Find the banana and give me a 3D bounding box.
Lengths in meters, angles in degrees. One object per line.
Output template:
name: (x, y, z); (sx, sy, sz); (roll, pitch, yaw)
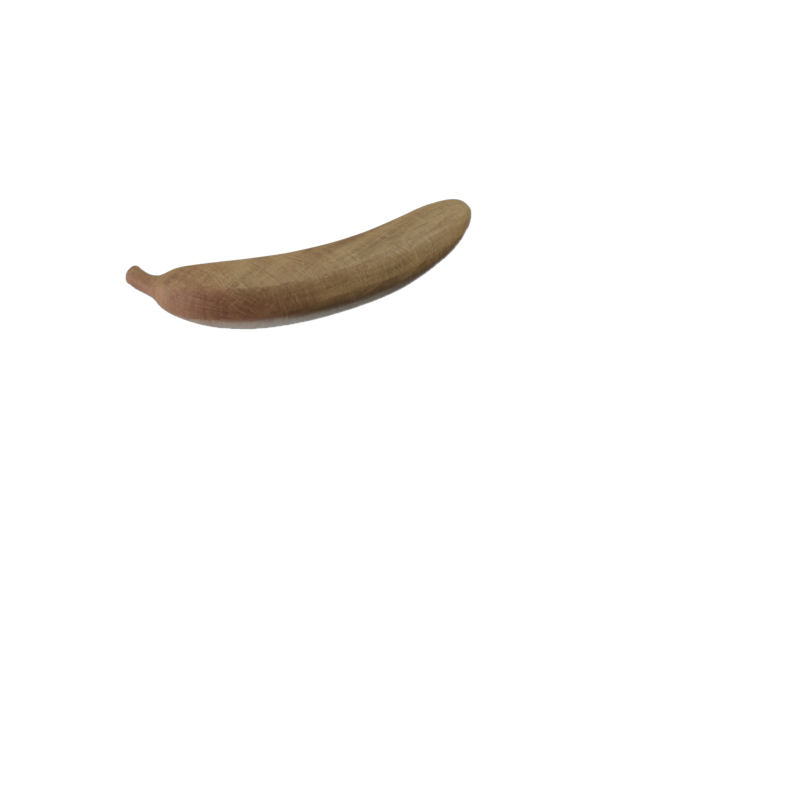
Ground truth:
banana: (-0.045, -0.073, 0.593); (0.196, 0.034, 0.075); (-12, 46, -12)
